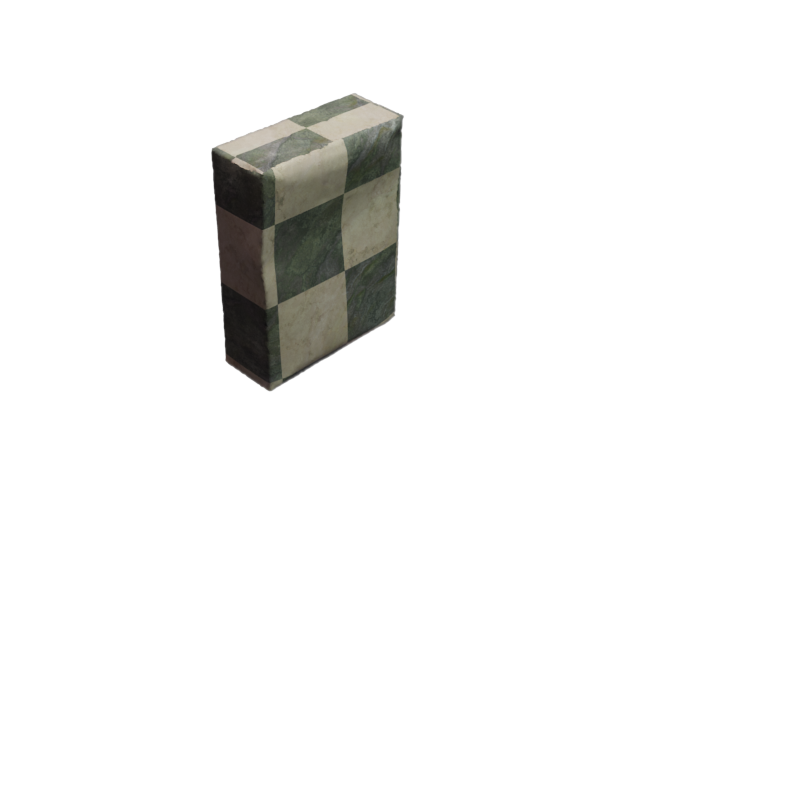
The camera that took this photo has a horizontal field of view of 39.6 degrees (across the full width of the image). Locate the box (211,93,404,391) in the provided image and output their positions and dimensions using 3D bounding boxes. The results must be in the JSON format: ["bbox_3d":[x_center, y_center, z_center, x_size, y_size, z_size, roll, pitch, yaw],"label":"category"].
[{"bbox_3d":[-0.075,-0.137,0.961,0.077,0.200,0.164,29,43,34],"label":"box"}]
